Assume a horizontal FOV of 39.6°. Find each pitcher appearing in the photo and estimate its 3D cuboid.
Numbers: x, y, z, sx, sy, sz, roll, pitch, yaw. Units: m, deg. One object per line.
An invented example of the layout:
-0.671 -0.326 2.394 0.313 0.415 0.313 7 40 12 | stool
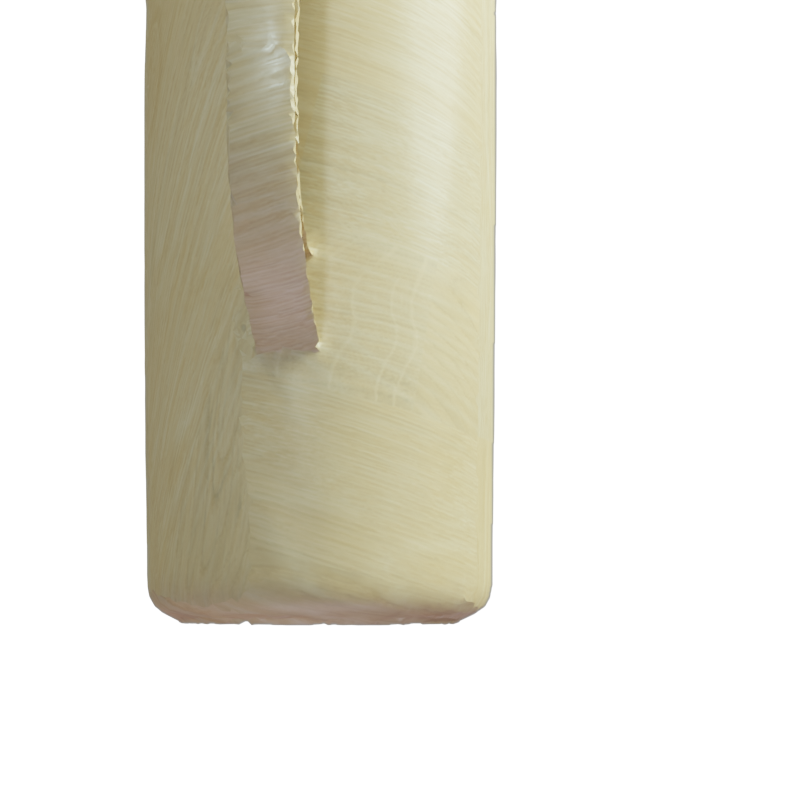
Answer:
-0.029 -0.053 0.373 0.142 0.253 0.147 12 -20 -38 | pitcher
